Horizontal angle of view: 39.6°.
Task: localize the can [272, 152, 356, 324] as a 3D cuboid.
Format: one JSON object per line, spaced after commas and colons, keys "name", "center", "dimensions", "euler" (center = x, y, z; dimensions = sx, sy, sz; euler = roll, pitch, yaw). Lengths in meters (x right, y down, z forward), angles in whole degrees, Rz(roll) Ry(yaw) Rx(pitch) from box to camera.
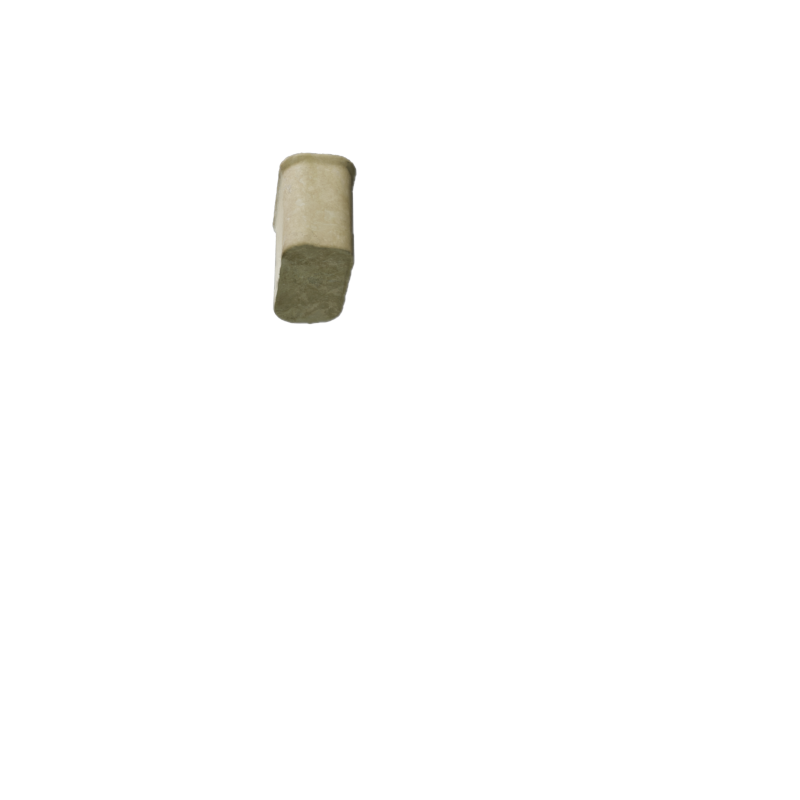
{"name": "can", "center": [-0.064, -0.116, 0.814], "dimensions": [0.057, 0.090, 0.096], "euler": [4, -34, -8]}
